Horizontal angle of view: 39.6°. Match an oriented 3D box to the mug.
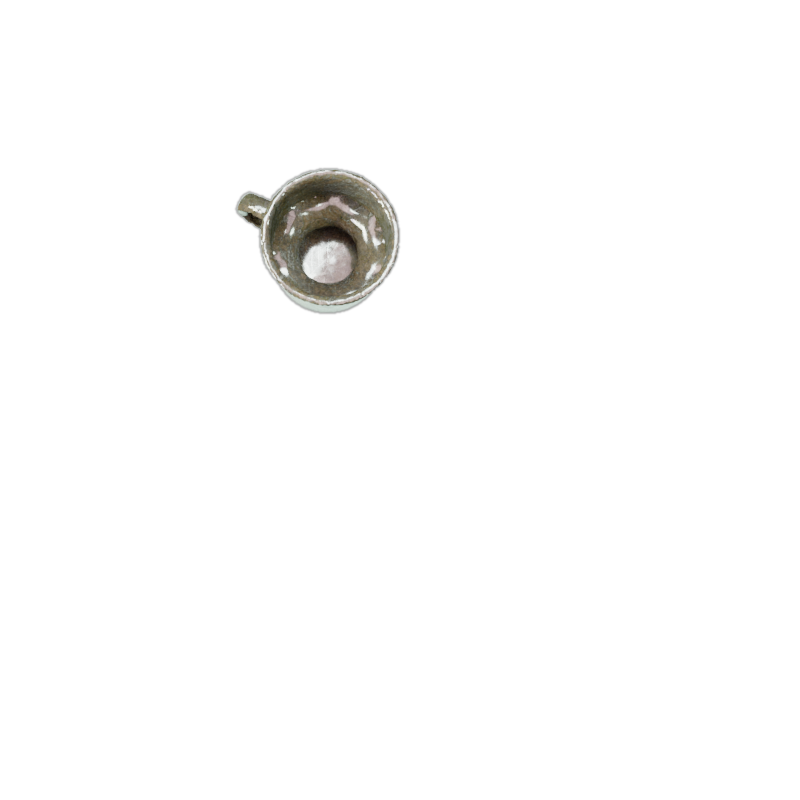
[{"bbox_3d":[-0.061,-0.111,0.774,0.118,0.095,0.080,24,-9,3],"label":"mug"}]
